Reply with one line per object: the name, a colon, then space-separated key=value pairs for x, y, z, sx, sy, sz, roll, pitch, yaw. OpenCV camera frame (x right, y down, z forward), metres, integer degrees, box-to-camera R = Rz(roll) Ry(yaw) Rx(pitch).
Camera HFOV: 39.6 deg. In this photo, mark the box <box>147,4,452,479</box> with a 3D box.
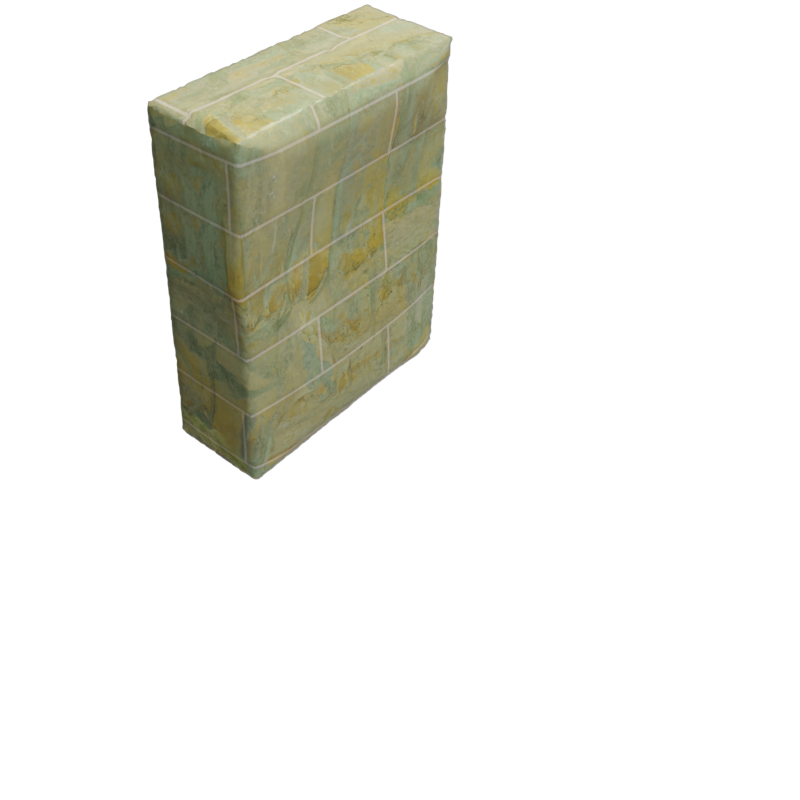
box: x=-0.048 y=-0.087 z=0.612 sx=0.076 sy=0.200 sz=0.165 roll=28 pitch=45 yaw=28
